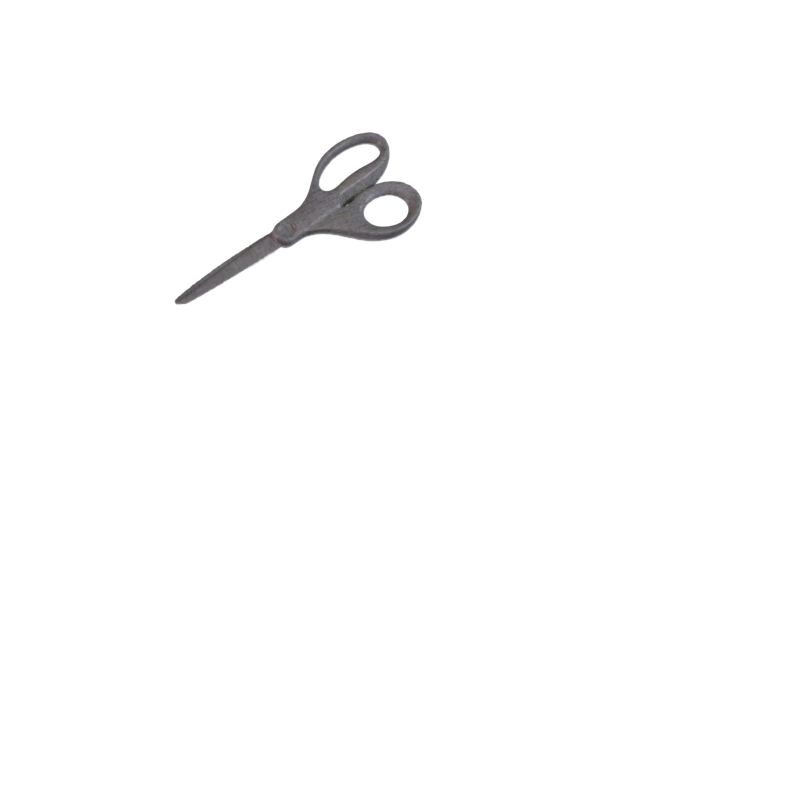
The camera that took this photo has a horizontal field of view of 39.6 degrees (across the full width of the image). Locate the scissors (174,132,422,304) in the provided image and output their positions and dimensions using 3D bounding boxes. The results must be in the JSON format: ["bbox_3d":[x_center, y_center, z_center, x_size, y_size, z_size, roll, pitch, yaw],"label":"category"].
[{"bbox_3d":[-0.064,-0.117,0.817,0.100,0.205,0.015,35,-20,14],"label":"scissors"}]
